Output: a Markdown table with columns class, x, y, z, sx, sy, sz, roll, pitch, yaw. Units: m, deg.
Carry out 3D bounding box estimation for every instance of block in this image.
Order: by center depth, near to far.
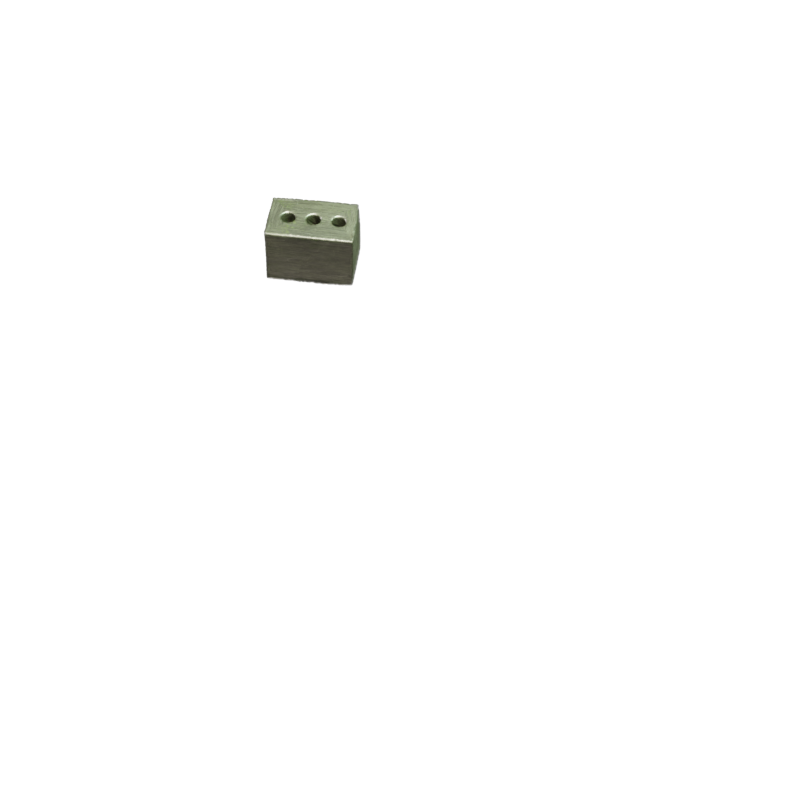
| class | x | y | z | sx | sy | sz | roll | pitch | yaw |
| --- | --- | --- | --- | --- | --- | --- | --- | --- | --- |
| block | -0.075 | -0.137 | 0.958 | 0.078 | 0.048 | 0.056 | 5 | 43 | 4 |
